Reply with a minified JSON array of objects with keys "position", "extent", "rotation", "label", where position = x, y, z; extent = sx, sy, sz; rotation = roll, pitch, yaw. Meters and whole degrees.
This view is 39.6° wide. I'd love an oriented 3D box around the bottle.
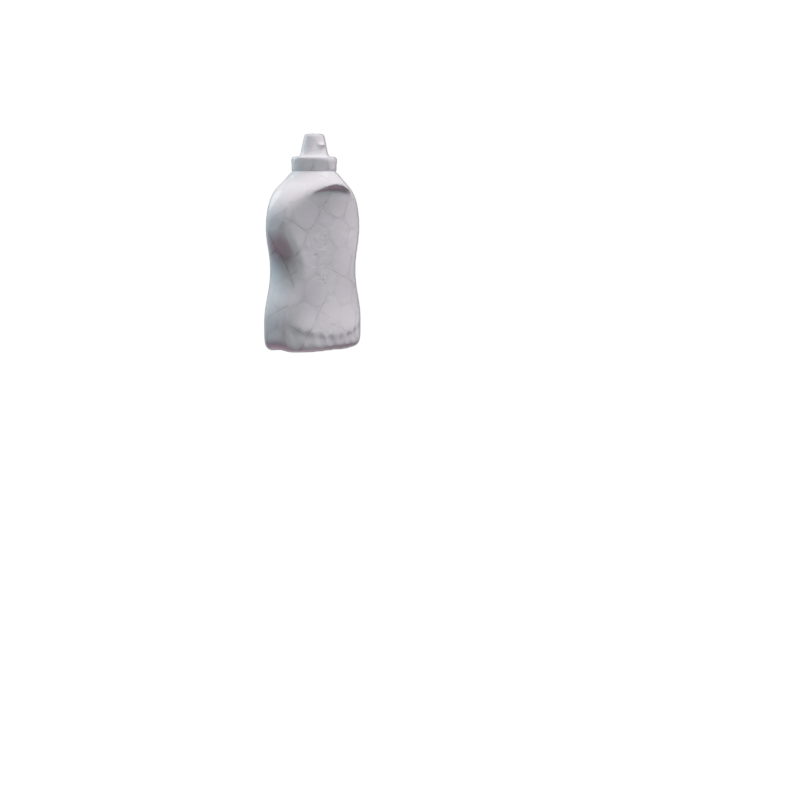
[{"position":[-0.077,-0.141,0.990],"extent":[0.092,0.191,0.061],"rotation":[-2,3,-45],"label":"bottle"}]
